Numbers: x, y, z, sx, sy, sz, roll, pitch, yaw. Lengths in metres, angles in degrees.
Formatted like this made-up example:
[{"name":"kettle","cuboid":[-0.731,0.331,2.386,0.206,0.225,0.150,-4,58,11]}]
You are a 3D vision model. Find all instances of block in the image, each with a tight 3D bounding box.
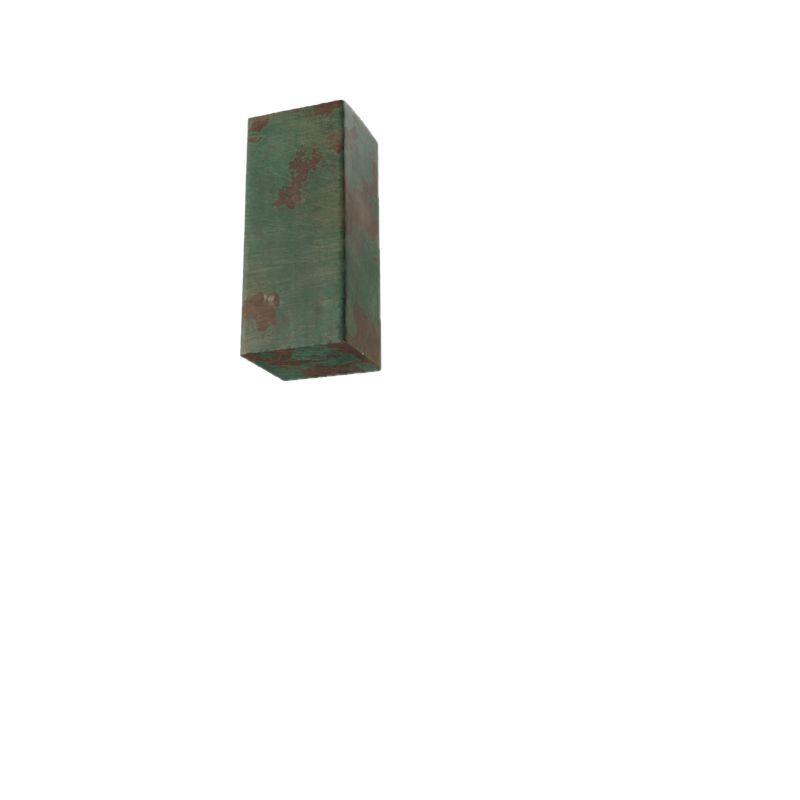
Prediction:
[{"name":"block","cuboid":[-0.071,-0.130,0.913,0.092,0.216,0.084,-8,-21,18]}]
